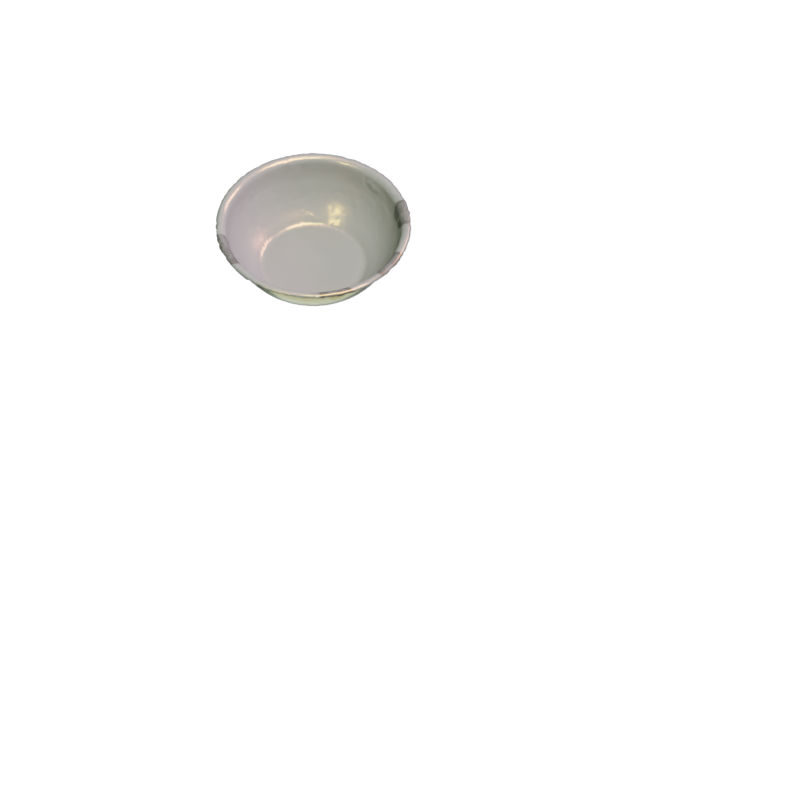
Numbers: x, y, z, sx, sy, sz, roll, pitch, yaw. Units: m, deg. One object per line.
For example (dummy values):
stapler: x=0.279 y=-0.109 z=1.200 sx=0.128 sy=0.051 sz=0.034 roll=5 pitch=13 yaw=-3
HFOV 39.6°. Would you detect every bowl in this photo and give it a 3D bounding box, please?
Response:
bowl: x=-0.073 y=-0.134 z=0.936 sx=0.162 sy=0.174 sz=0.051 roll=-1 pitch=-38 yaw=-1
